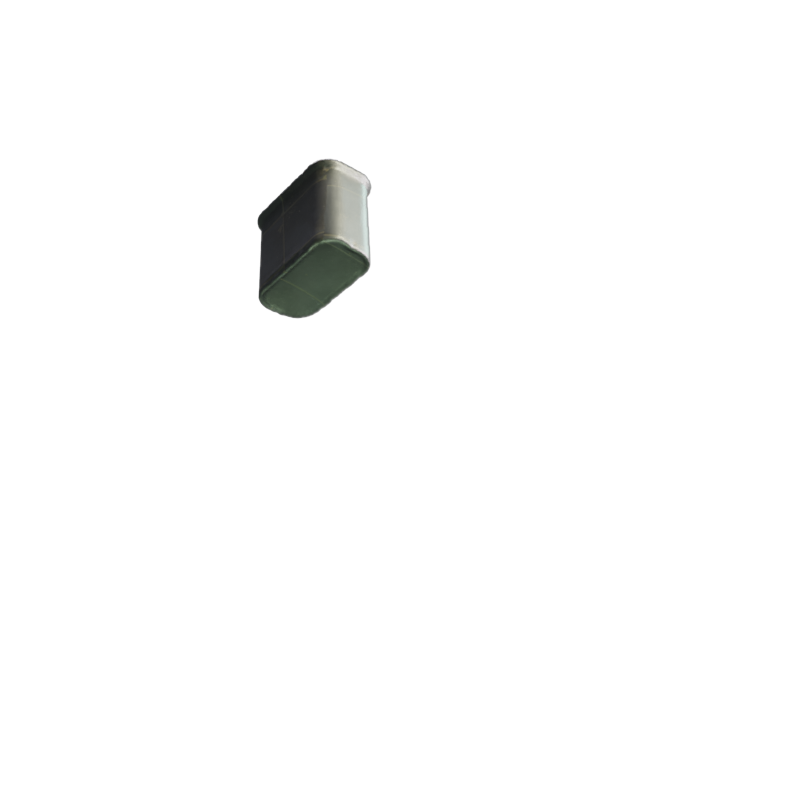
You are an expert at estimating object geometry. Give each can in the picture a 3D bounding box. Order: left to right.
[{"bbox_3d":[-0.068,-0.123,0.864,0.054,0.090,0.100,27,-47,-31],"label":"can"}]
